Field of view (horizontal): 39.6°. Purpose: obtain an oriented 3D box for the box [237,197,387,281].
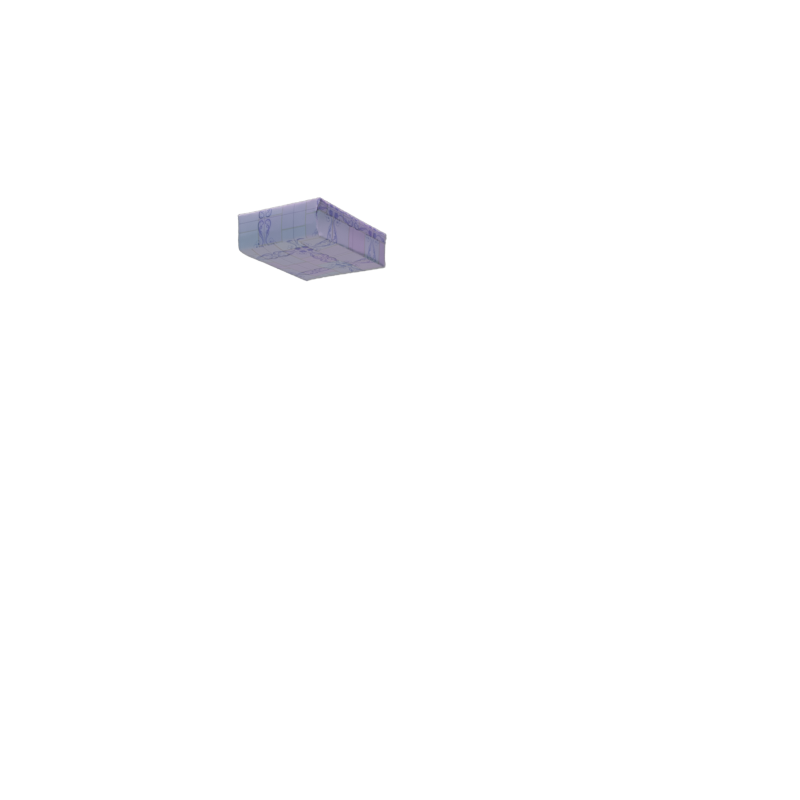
[{"bbox_3d":[-0.078,-0.142,0.993,0.092,0.040,0.107,-7,-13,31],"label":"box"}]
